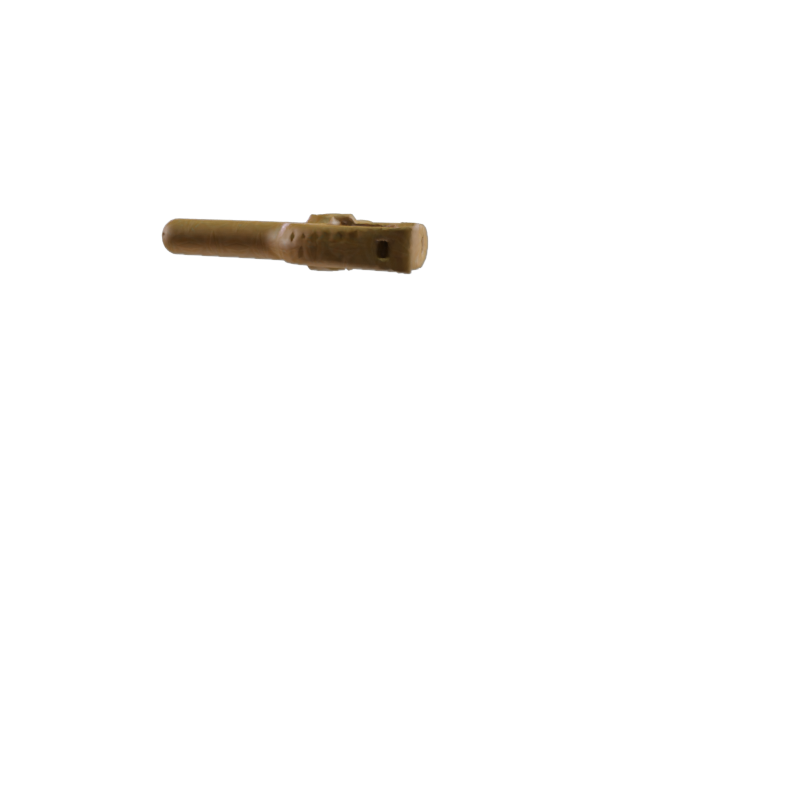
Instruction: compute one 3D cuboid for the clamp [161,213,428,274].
[{"bbox_3d":[-0.055,-0.101,0.707,0.161,0.036,0.218,-4,11,-21],"label":"clamp"}]
